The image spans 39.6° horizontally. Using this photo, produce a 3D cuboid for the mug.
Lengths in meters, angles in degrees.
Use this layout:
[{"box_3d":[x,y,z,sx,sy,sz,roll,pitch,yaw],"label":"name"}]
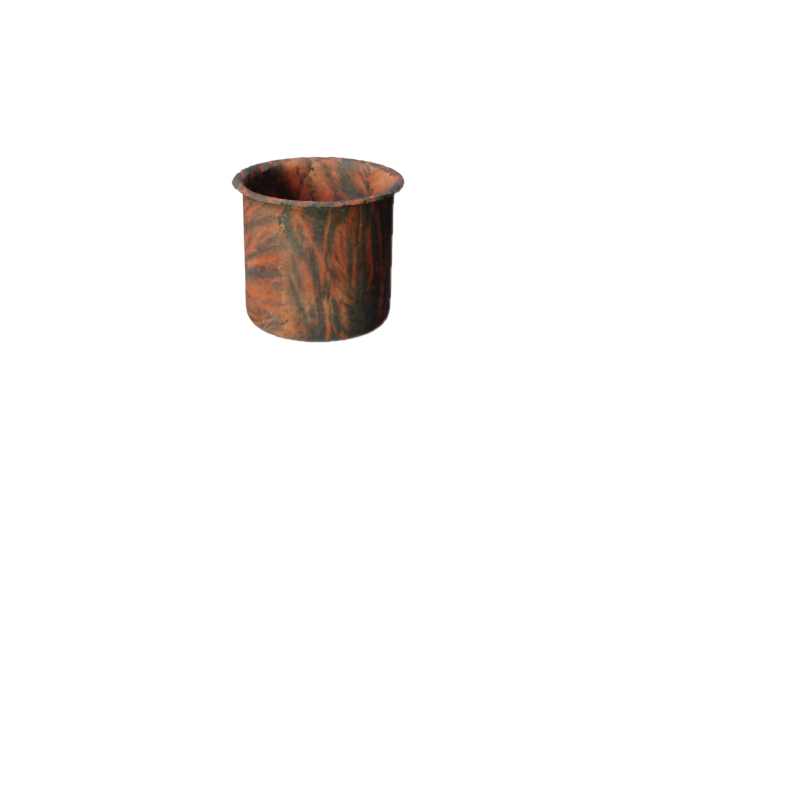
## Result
[{"box_3d":[-0.049,-0.089,0.622,0.092,0.078,0.125,-6,25,-15],"label":"mug"}]
